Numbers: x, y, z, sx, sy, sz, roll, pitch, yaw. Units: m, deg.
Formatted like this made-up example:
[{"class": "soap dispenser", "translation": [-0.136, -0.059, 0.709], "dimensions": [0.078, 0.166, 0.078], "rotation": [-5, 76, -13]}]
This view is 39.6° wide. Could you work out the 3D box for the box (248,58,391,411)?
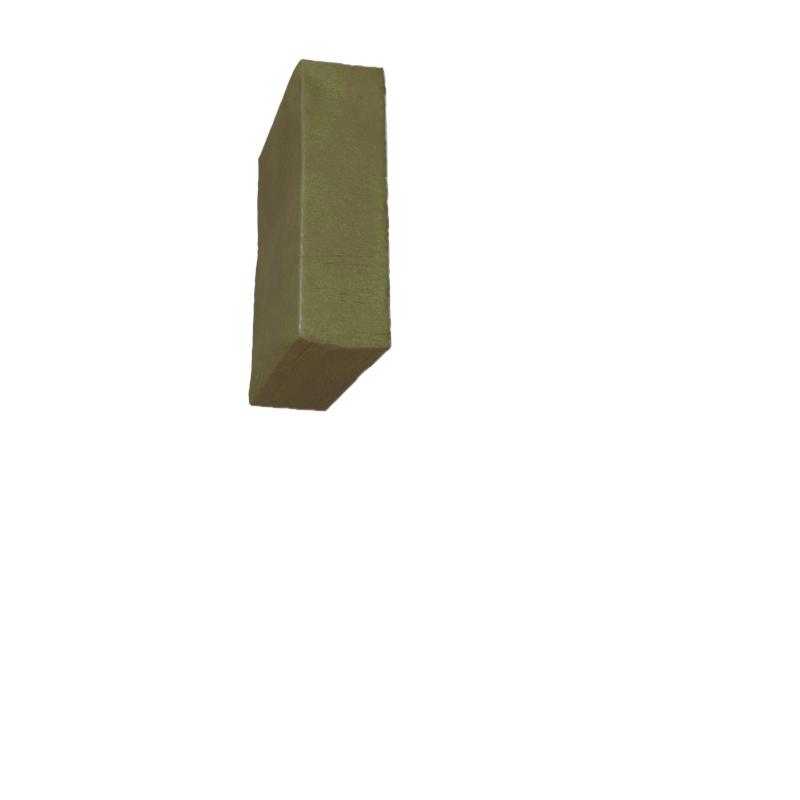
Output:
[{"class": "box", "translation": [-0.064, -0.116, 0.815], "dimensions": [0.070, 0.225, 0.160], "rotation": [5, -21, -17]}]
